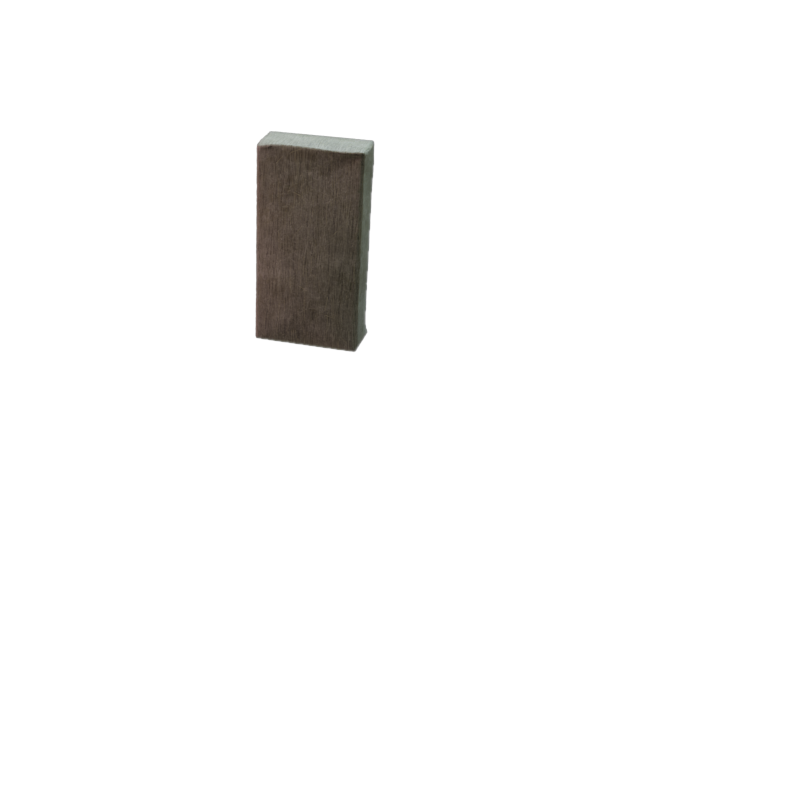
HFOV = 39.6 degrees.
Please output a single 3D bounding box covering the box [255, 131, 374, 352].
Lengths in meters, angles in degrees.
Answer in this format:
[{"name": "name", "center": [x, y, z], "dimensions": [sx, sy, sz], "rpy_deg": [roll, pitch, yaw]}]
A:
[{"name": "box", "center": [-0.073, -0.133, 0.930], "dimensions": [0.095, 0.167, 0.049], "rpy_deg": [7, 25, 13]}]
